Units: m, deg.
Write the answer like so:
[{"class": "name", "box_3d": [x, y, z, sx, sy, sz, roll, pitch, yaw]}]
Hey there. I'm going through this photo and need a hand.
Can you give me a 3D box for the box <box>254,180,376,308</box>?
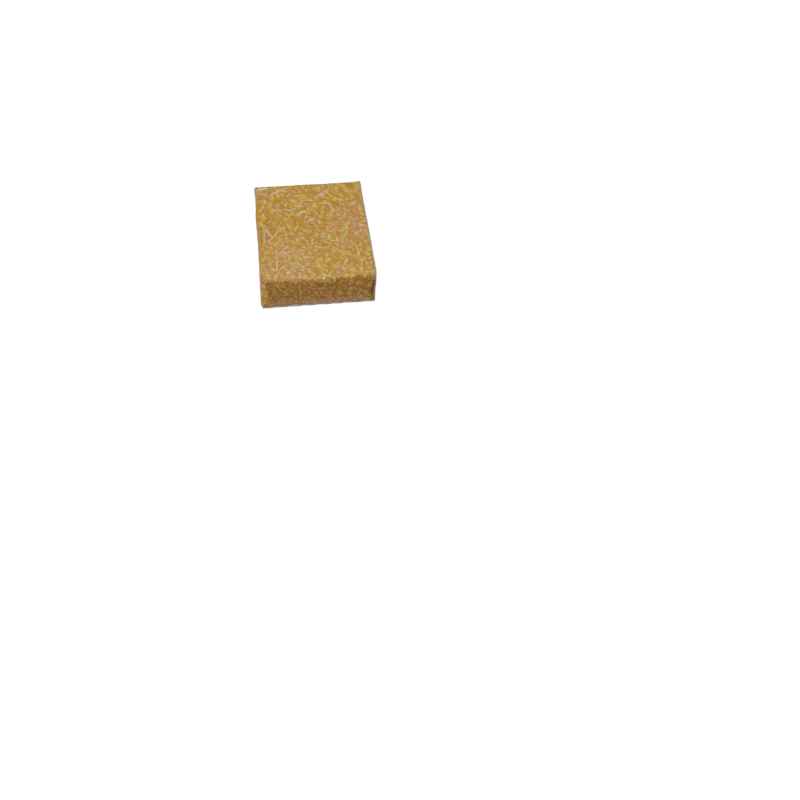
[{"class": "box", "box_3d": [-0.057, -0.103, 0.723, 0.073, 0.096, 0.028, -5, -40, -4]}]
